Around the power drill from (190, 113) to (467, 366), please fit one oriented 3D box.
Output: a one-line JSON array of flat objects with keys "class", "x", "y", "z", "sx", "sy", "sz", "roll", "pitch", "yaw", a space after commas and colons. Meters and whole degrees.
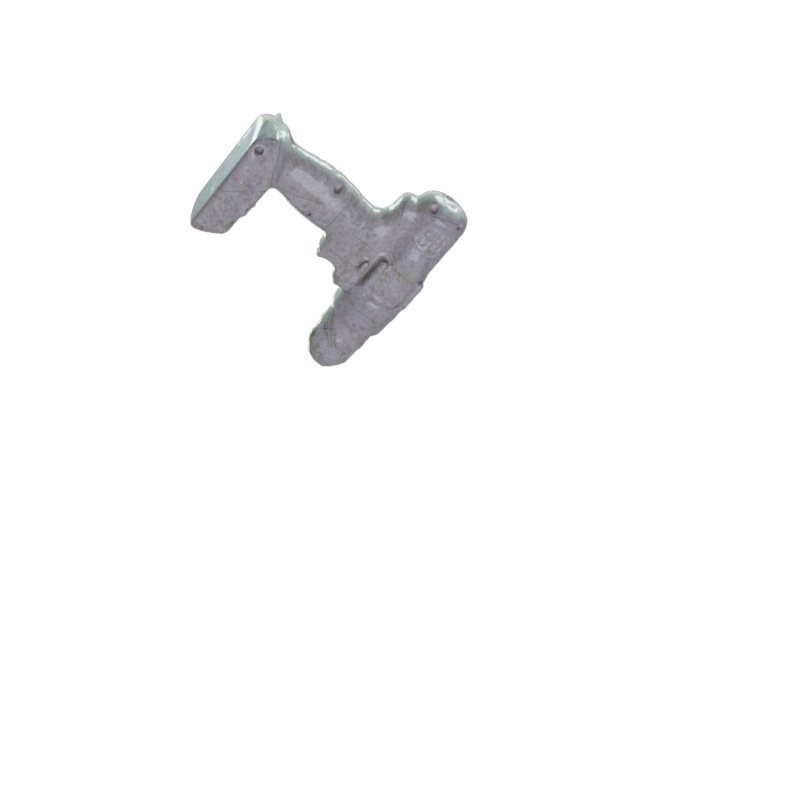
[{"class": "power drill", "x": -0.069, "y": -0.126, "z": 0.880, "sx": 0.180, "sy": 0.180, "sz": 0.061, "roll": 31, "pitch": 27, "yaw": -19}]
